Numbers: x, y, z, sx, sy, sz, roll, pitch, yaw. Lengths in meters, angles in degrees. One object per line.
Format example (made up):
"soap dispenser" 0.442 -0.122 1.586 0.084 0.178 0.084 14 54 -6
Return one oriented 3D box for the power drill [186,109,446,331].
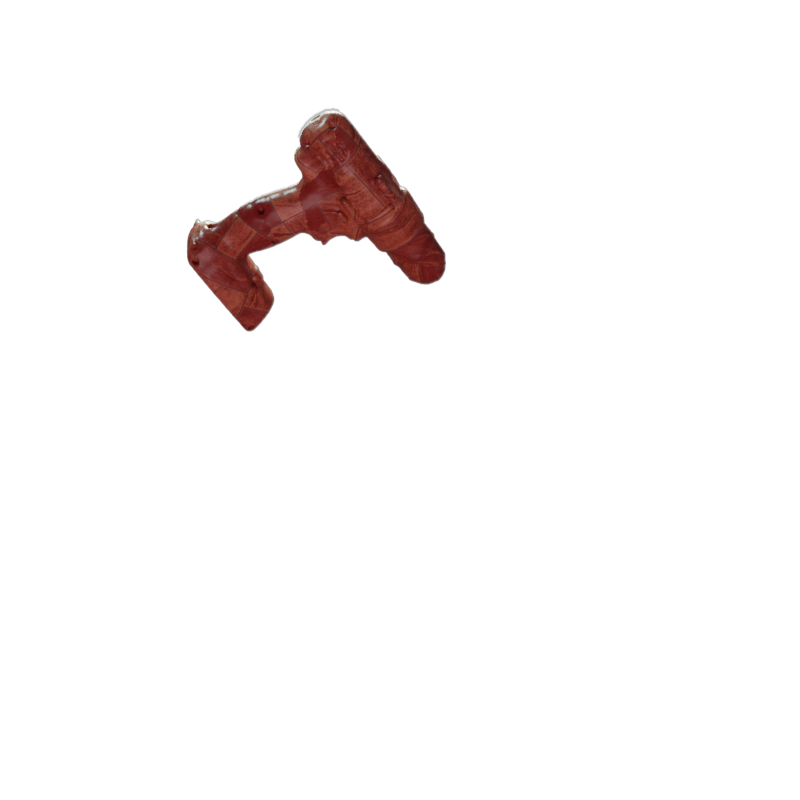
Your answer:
"power drill" -0.075 -0.137 0.962 0.187 0.174 0.061 -31 25 15
